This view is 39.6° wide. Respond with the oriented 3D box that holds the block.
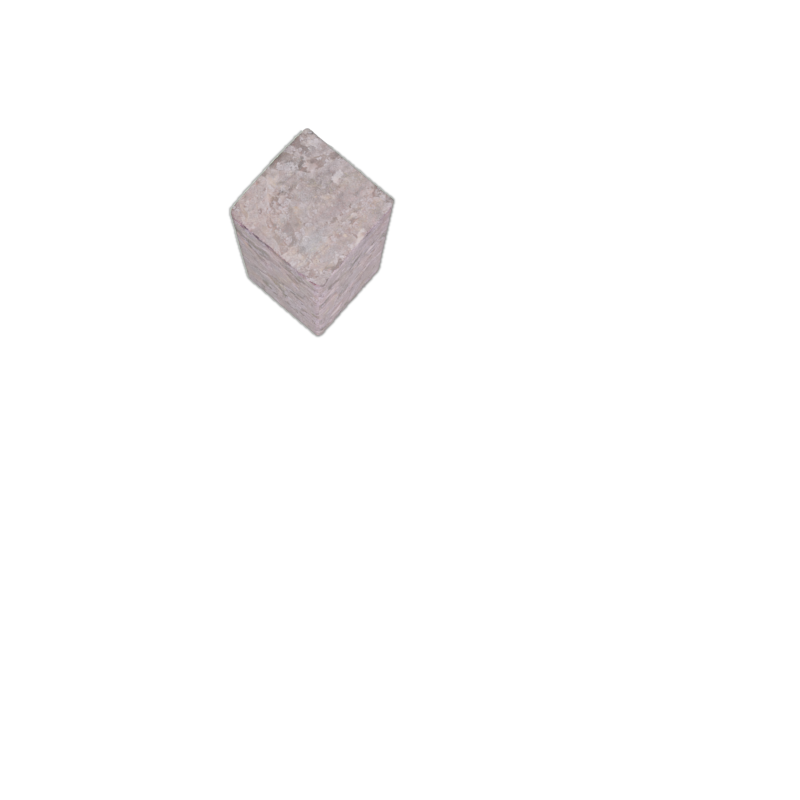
[{"bbox_3d":[-0.072,-0.129,0.907,0.092,0.091,0.201,41,-9,3],"label":"block"}]
